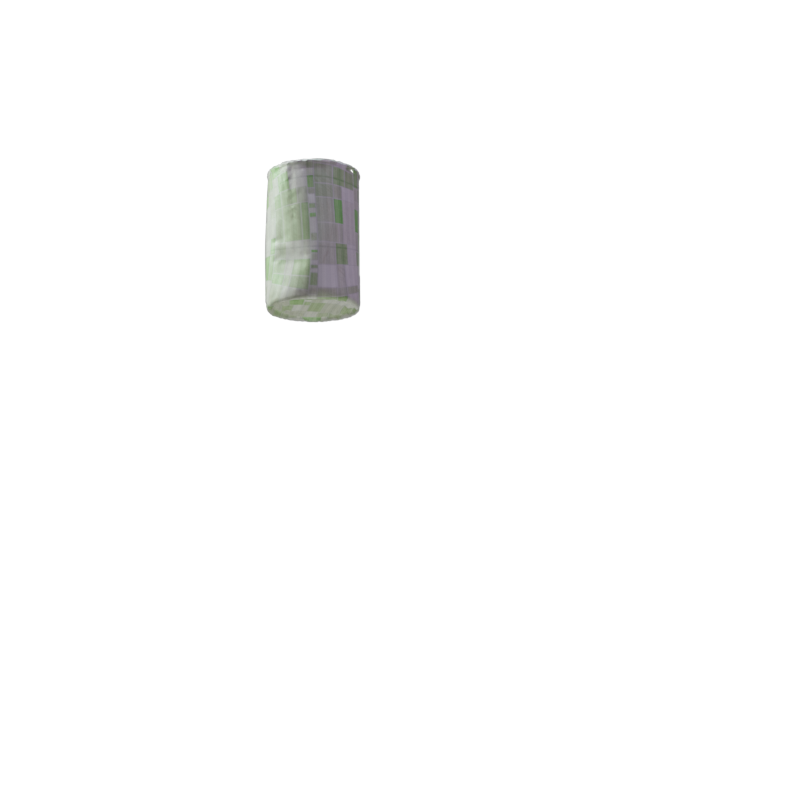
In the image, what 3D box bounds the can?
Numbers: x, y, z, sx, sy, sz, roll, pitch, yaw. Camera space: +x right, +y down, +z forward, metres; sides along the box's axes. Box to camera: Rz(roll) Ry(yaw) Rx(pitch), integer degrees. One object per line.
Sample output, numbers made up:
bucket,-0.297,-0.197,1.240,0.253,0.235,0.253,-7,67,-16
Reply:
can,-0.062,-0.113,0.791,0.068,0.106,0.066,0,-16,-2
